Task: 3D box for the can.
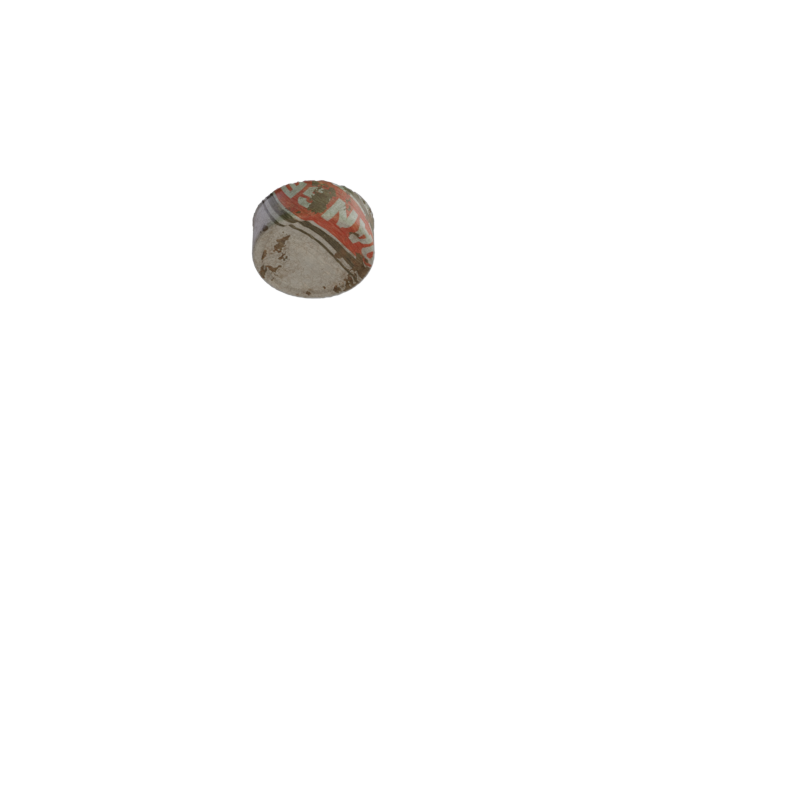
[{"bbox_3d":[-0.060,-0.109,0.766,0.086,0.036,0.080,1,-41,-1],"label":"can"}]
